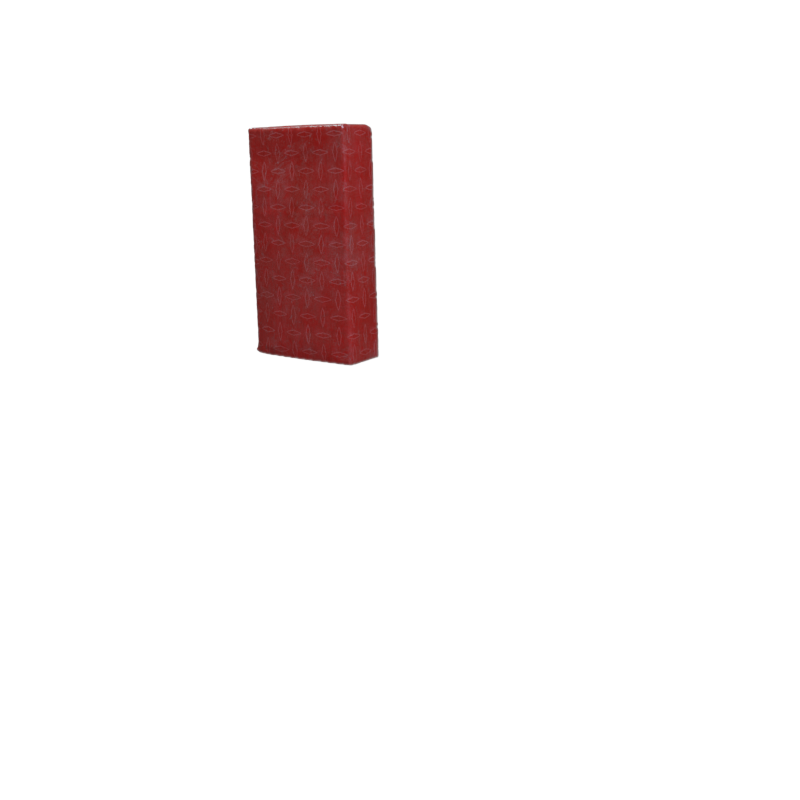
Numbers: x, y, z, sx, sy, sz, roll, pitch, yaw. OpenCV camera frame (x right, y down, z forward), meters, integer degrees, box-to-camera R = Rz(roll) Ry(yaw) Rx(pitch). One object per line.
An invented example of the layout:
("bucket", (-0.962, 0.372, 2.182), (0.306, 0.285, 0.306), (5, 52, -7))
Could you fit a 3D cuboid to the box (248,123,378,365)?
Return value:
("box", (-0.065, -0.120, 0.839), (0.097, 0.174, 0.047), (4, 6, 36))
